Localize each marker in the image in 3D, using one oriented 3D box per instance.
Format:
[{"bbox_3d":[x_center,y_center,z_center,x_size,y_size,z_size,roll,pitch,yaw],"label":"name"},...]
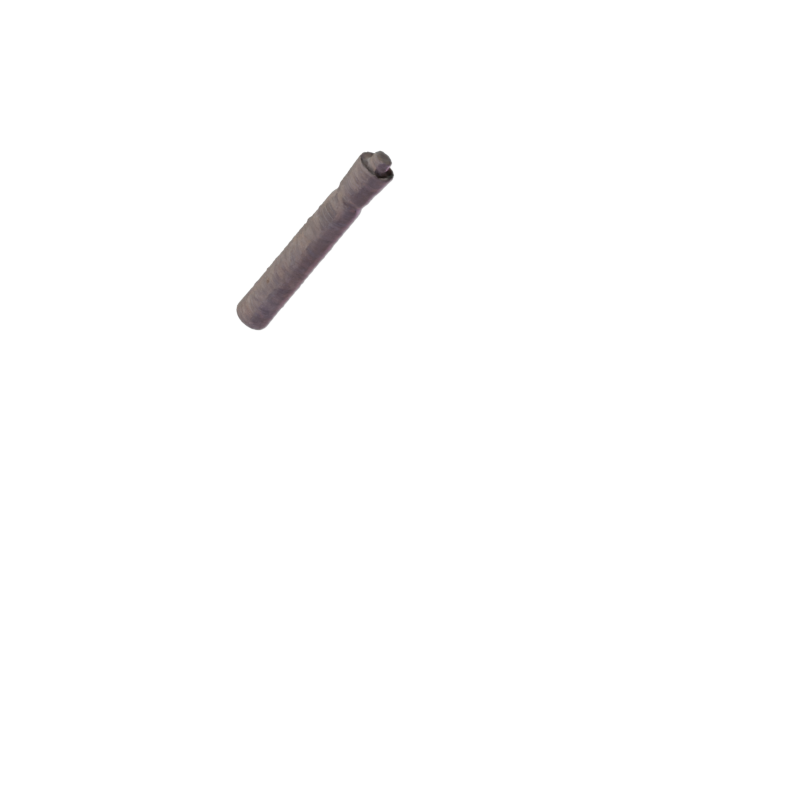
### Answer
[{"bbox_3d":[-0.042,-0.076,0.535,0.019,0.021,0.118,-3,-33,-46],"label":"marker"}]
